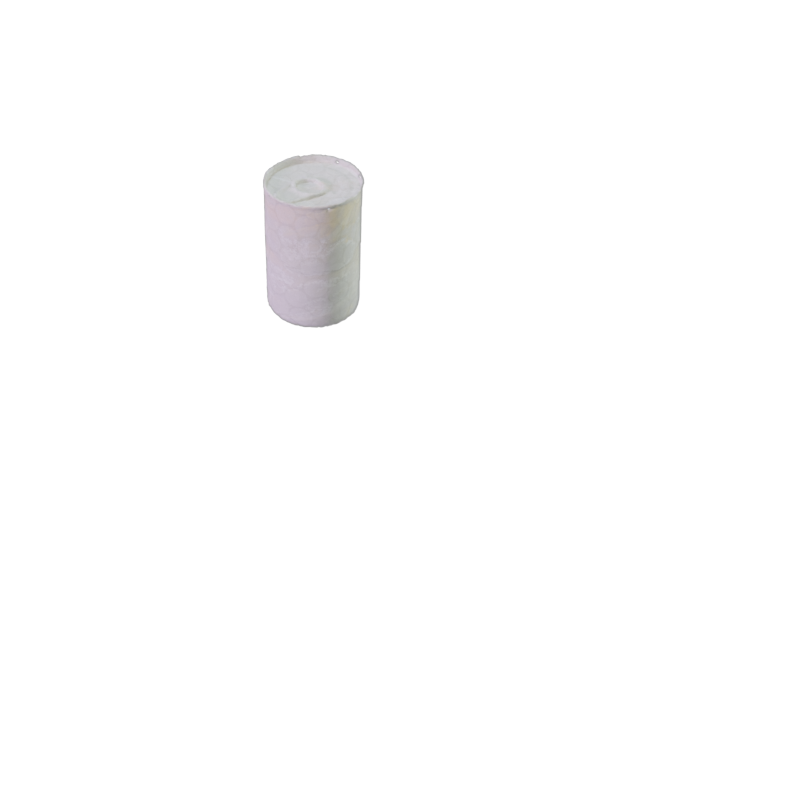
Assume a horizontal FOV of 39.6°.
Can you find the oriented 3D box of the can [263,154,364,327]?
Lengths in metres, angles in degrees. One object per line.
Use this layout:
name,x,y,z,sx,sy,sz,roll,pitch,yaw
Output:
can,-0.060,-0.110,0.771,0.068,0.095,0.073,0,38,-3
